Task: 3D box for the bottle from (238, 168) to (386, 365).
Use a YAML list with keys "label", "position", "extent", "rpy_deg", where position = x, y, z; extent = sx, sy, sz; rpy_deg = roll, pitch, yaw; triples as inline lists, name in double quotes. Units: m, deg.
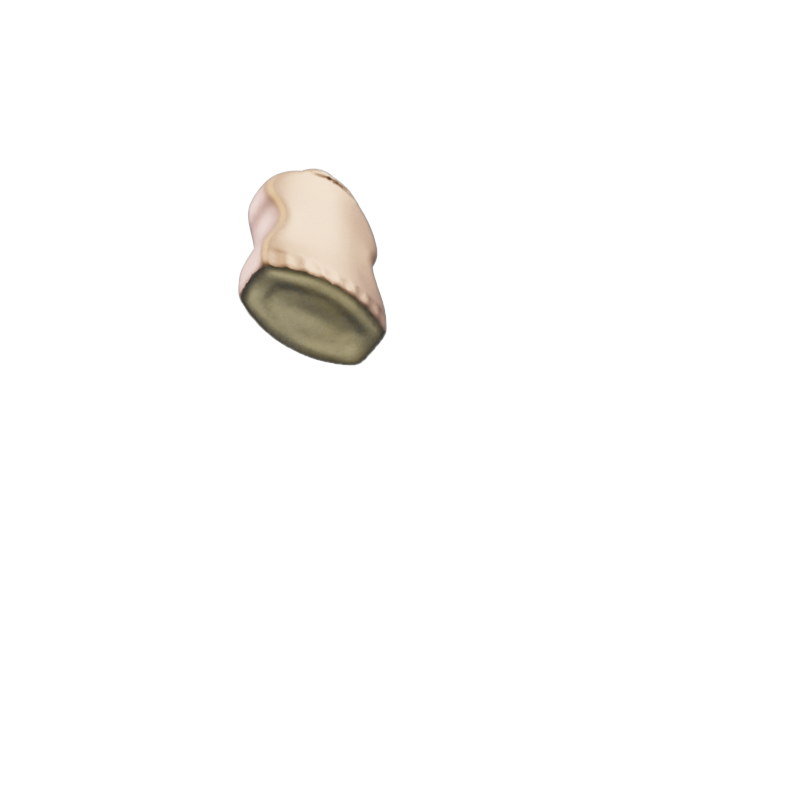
- label: "bottle"
  position: [-0.060, -0.109, 0.763]
  extent: [0.092, 0.057, 0.205]
  rpy_deg: [26, 30, -20]
